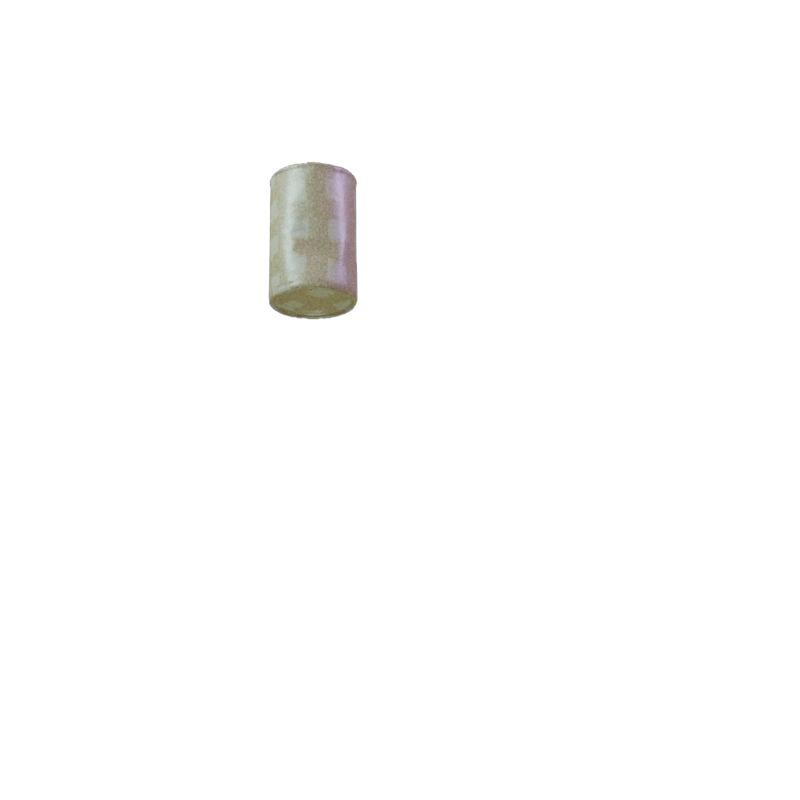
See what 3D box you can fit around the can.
[{"bbox_3d":[-0.066,-0.120,0.842,0.068,0.108,0.065,0,-22,-2],"label":"can"}]
